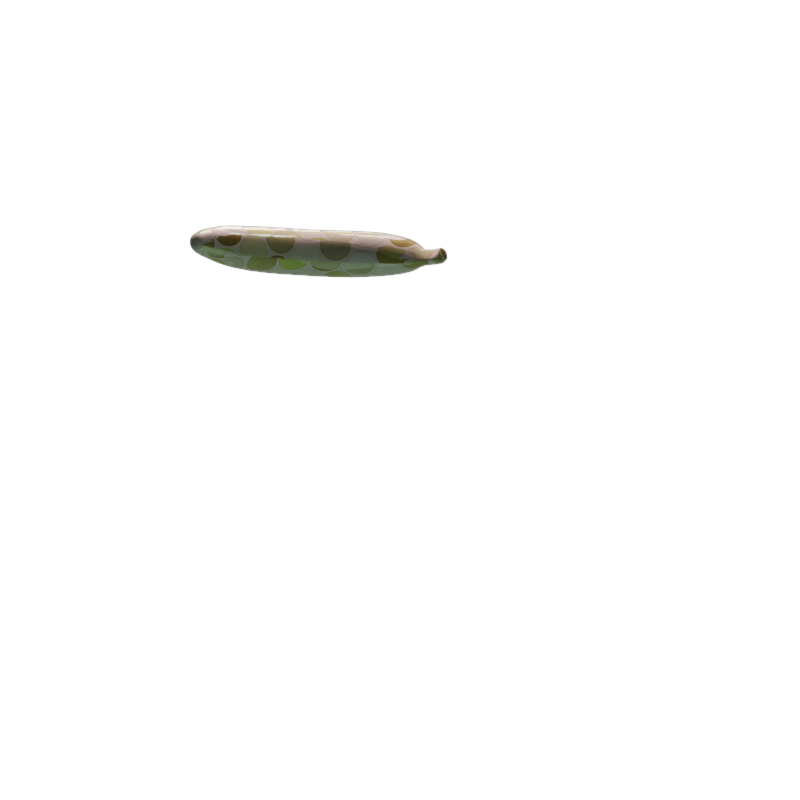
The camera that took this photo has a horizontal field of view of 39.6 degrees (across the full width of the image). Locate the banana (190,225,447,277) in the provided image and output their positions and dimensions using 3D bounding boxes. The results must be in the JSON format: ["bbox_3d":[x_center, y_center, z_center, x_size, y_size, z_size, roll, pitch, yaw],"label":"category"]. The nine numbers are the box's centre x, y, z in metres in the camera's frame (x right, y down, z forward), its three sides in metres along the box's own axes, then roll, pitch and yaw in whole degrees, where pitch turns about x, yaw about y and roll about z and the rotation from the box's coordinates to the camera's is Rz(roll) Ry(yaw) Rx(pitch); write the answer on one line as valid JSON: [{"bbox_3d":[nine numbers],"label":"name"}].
[{"bbox_3d":[-0.067,-0.120,0.879,0.196,0.038,0.068,1,-10,-6],"label":"banana"}]
